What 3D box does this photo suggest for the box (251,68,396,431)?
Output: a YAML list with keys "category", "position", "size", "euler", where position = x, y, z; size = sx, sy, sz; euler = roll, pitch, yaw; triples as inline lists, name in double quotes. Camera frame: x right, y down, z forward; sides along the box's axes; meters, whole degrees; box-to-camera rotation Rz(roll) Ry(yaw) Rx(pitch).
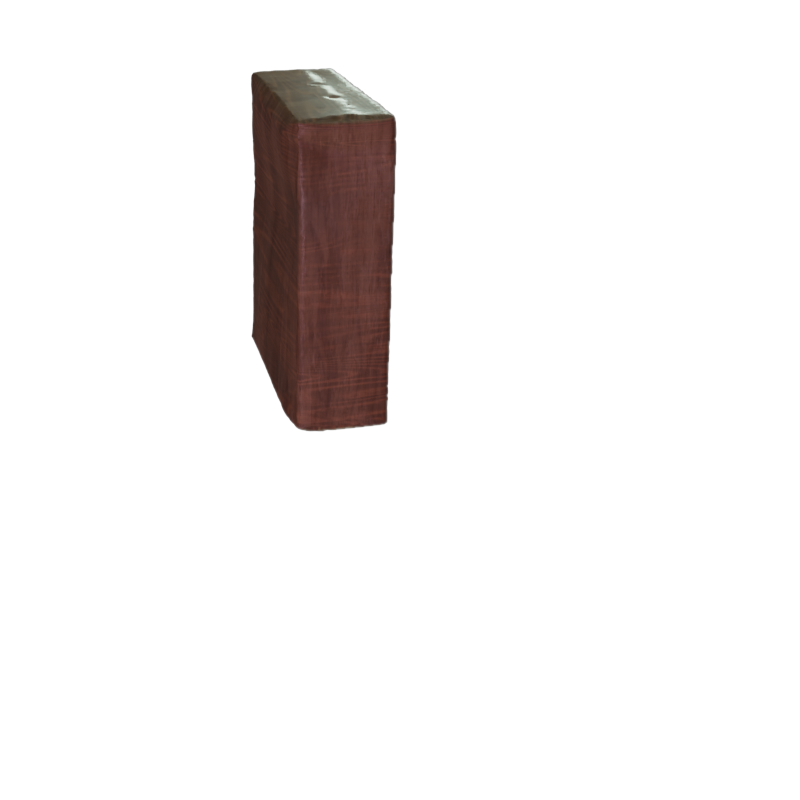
- category: "box"
  position: [-0.061, -0.110, 0.773]
  size: [0.071, 0.204, 0.175]
  euler: [-5, 24, -16]
